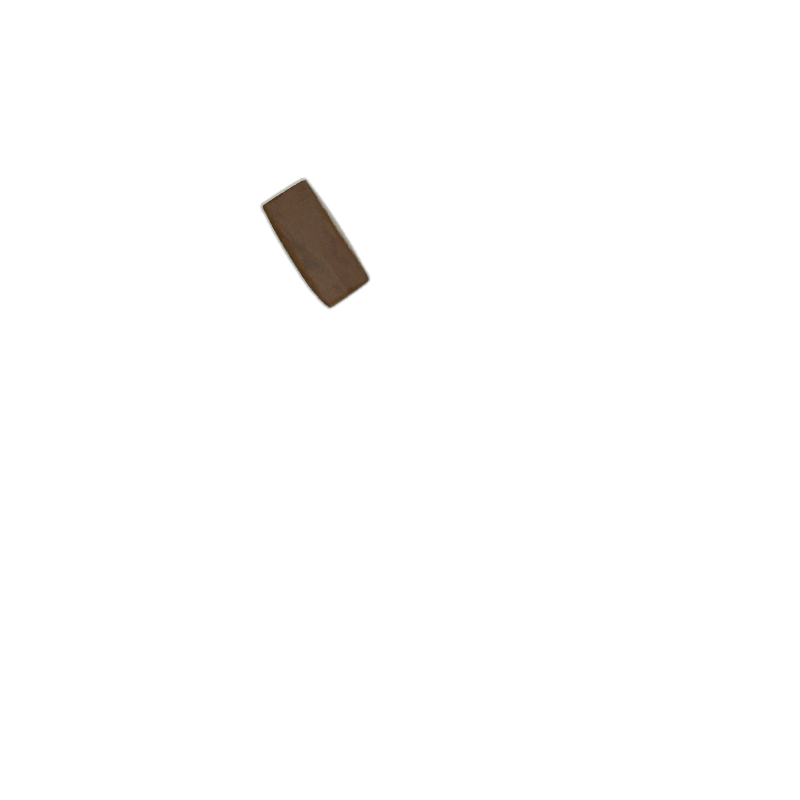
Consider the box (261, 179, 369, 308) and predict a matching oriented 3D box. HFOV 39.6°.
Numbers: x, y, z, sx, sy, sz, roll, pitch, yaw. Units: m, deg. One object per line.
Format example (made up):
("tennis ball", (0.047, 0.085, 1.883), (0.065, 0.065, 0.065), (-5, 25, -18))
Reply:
("box", (-0.070, -0.129, 0.902), (0.048, 0.092, 0.179), (-32, 10, 2))
